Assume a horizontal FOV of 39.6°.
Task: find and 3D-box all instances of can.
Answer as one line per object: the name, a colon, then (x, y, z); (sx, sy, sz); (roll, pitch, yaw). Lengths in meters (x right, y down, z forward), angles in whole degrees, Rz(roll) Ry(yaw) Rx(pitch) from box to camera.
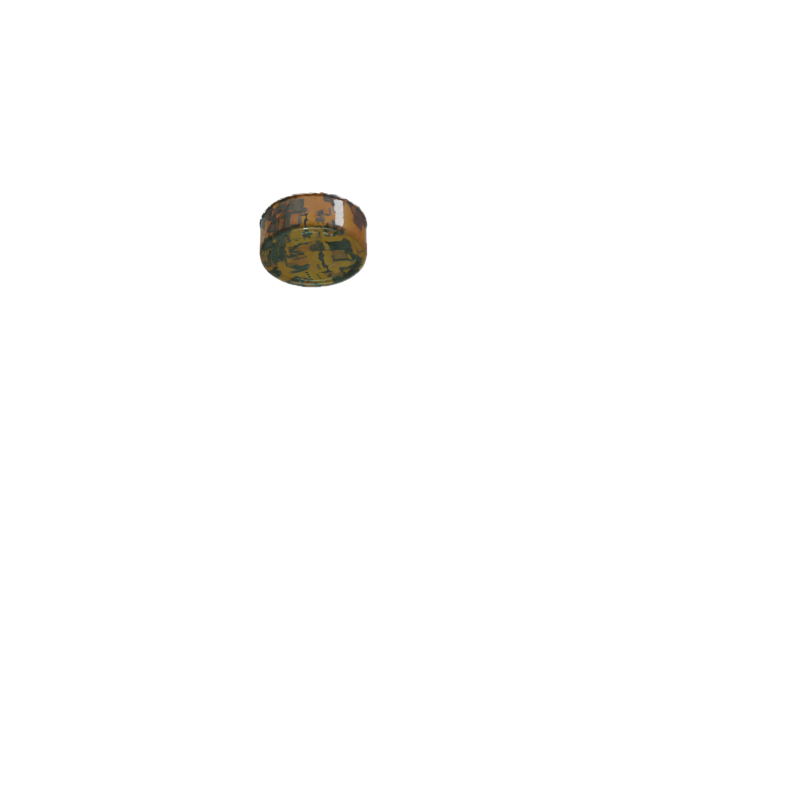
can: (-0.068, -0.125, 0.873); (0.086, 0.036, 0.081); (1, -30, -2)
